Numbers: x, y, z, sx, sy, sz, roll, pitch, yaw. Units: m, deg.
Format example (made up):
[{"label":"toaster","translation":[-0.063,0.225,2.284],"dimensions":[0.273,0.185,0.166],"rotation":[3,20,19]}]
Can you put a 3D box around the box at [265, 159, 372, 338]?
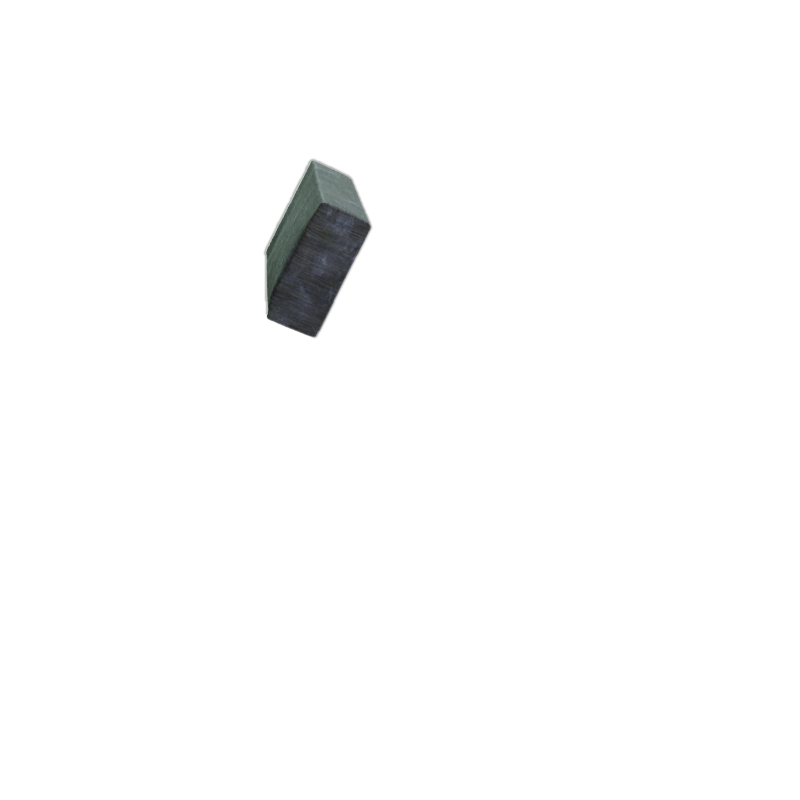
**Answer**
[{"label":"box","translation":[-0.066,-0.121,0.844],"dimensions":[0.047,0.091,0.184],"rotation":[25,16,-13]}]
